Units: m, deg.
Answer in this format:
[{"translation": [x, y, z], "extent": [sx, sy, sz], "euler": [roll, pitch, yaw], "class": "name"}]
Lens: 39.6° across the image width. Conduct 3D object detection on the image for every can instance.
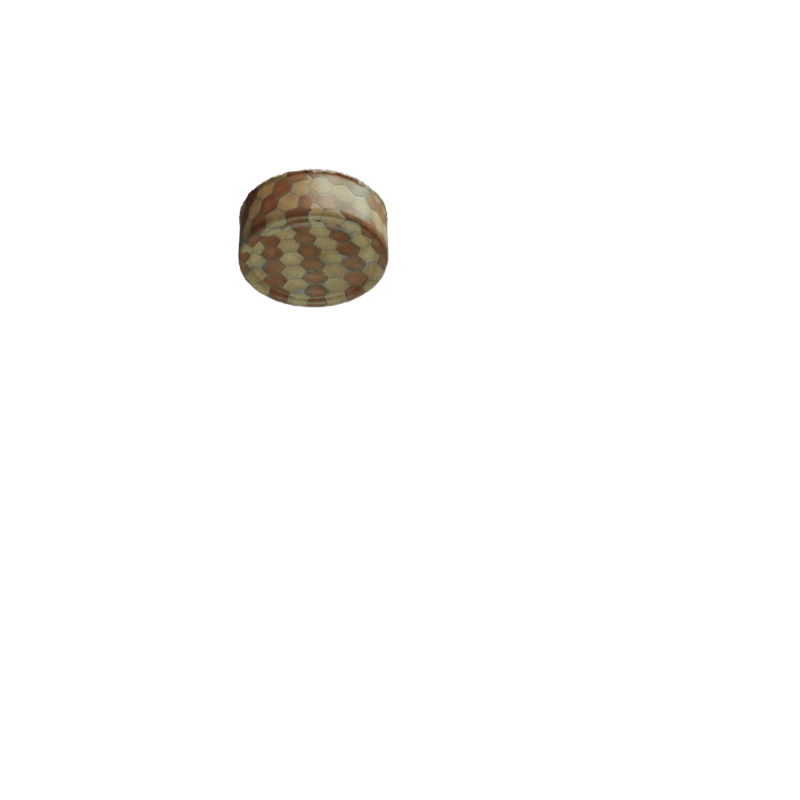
[{"translation": [-0.049, -0.090, 0.628], "extent": [0.086, 0.036, 0.080], "euler": [1, -35, -2], "class": "can"}]
